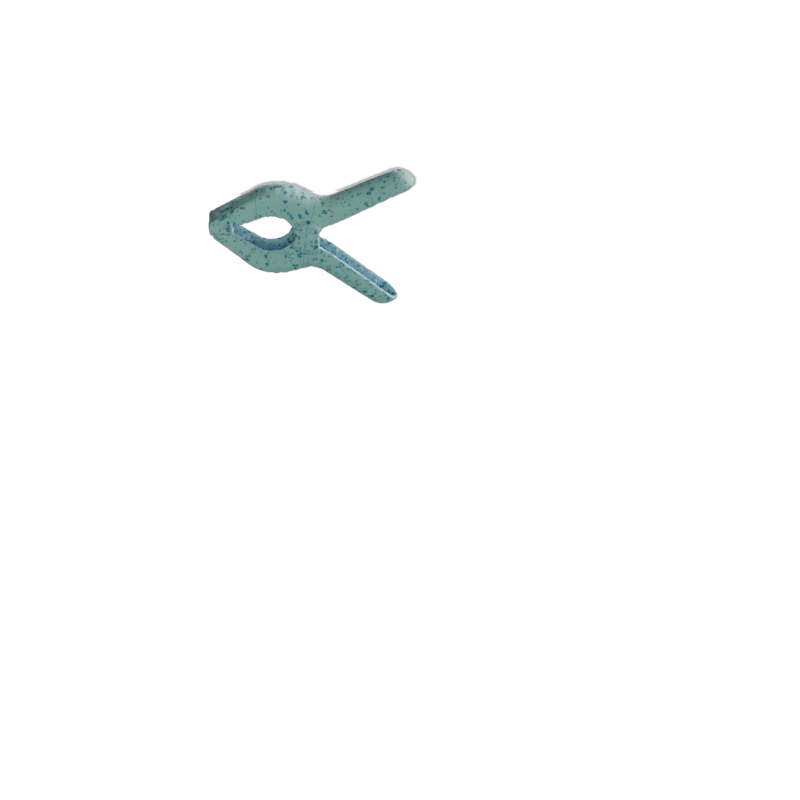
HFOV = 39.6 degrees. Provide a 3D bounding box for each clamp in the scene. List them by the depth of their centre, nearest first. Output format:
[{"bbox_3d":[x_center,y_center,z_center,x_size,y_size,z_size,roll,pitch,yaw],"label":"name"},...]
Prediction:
[{"bbox_3d":[-0.072,-0.132,0.924,0.171,0.115,0.041,-2,21,0],"label":"clamp"}]
